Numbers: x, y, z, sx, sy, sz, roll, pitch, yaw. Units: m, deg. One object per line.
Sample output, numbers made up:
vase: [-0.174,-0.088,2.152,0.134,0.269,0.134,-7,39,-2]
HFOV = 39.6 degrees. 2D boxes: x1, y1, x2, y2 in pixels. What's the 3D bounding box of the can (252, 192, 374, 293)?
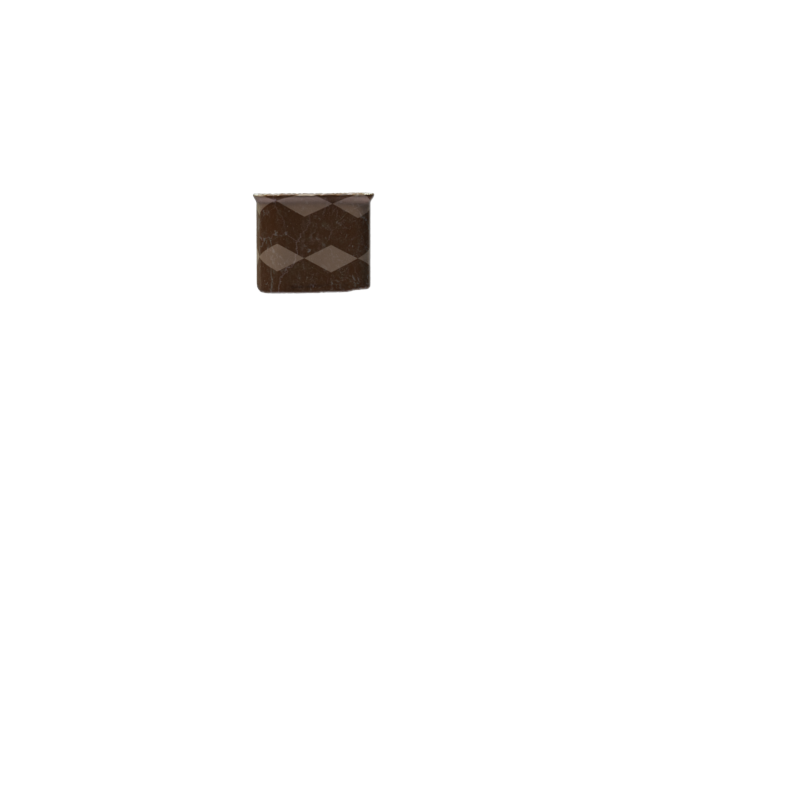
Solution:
can: [-0.075,-0.136,0.952,0.100,0.083,0.059,-2,6,-12]
